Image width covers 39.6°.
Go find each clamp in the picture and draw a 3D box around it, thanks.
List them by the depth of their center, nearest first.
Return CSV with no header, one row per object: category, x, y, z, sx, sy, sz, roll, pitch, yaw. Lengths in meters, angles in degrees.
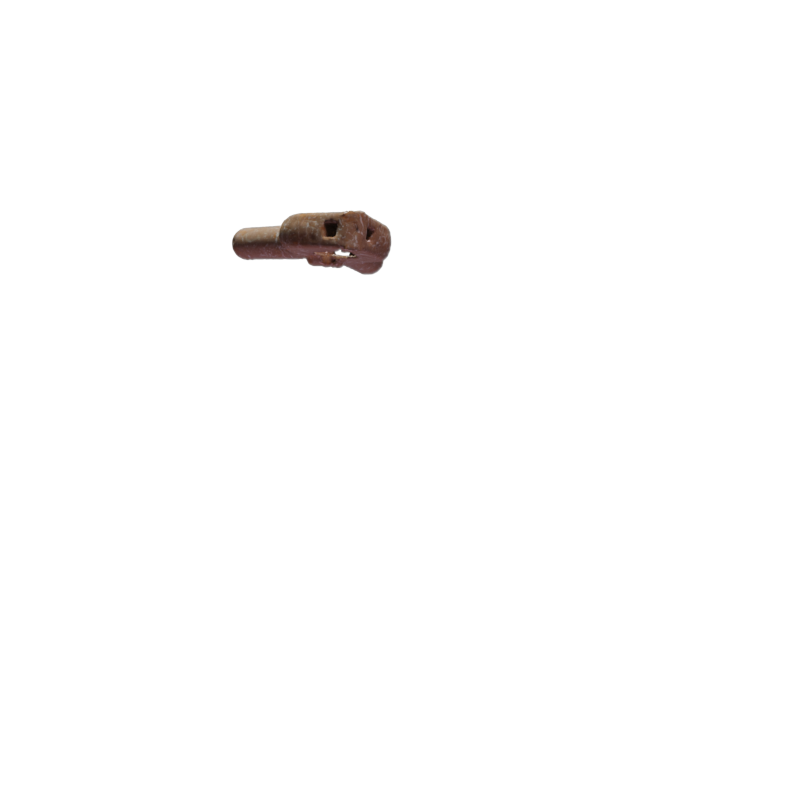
clamp,-0.063,-0.116,0.809,0.119,0.040,0.170,0,-2,-6
